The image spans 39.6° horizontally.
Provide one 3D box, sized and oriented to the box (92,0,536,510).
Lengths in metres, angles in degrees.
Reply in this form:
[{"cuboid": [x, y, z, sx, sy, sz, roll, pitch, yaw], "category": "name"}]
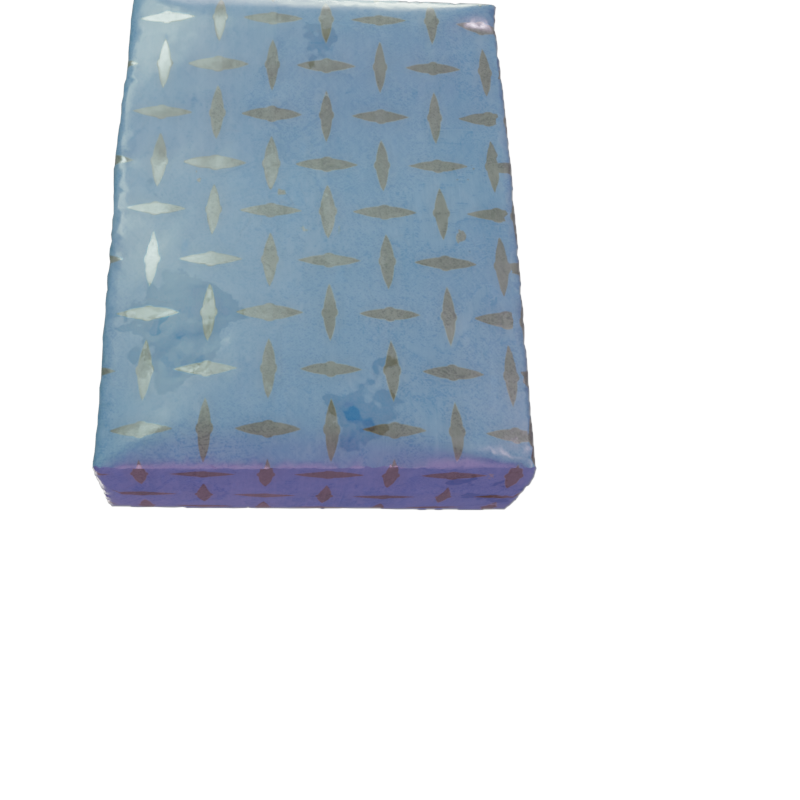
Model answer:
[{"cuboid": [-0.036, -0.066, 0.466, 0.163, 0.225, 0.068, 0, -23, -4], "category": "box"}]
